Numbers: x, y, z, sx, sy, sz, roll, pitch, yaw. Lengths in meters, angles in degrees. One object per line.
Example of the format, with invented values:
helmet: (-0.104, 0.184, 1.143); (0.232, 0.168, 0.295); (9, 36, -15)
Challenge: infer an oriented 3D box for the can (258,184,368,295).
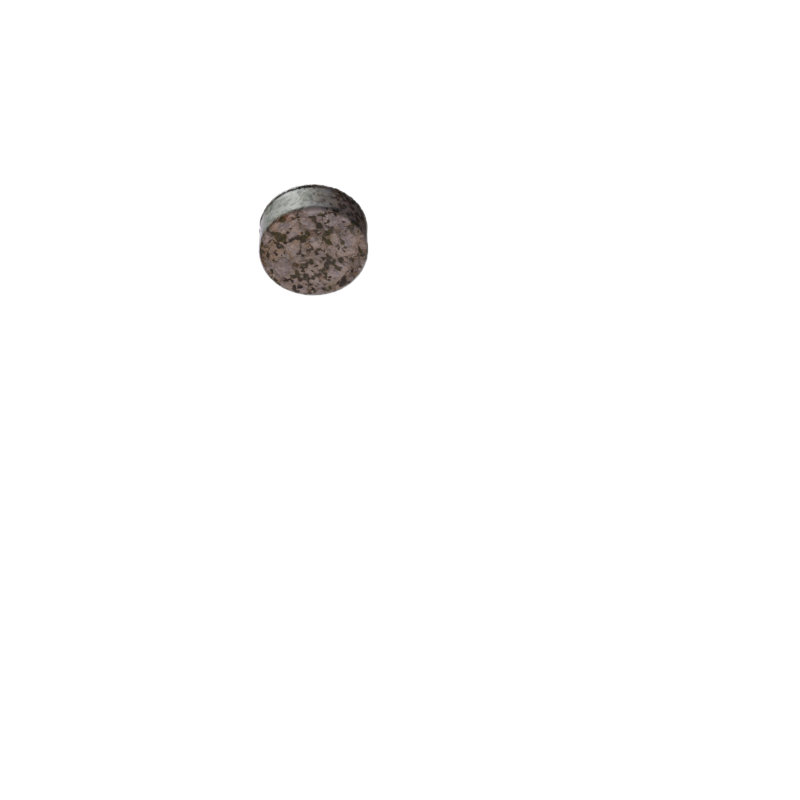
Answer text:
can: (-0.067, -0.123, 0.861); (0.086, 0.080, 0.036); (1, 40, -1)
